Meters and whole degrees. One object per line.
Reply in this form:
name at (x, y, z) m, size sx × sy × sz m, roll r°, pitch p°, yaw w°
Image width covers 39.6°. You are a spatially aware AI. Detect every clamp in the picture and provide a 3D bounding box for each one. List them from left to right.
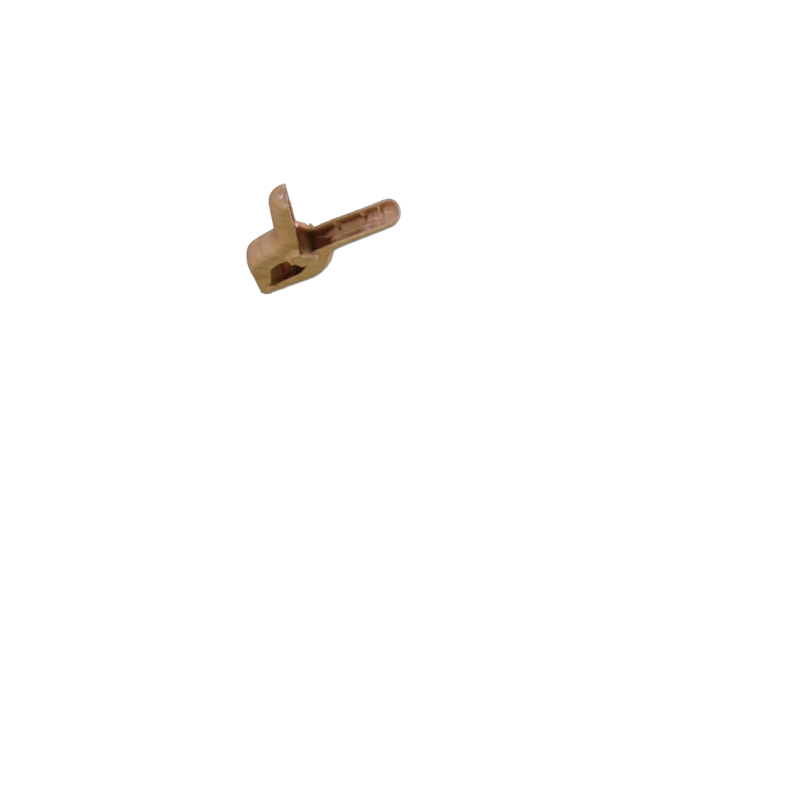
clamp at (-0.077, -0.141, 0.988) m, size 0.117 × 0.041 × 0.168 m, roll 7°, pitch -20°, yaw -19°
